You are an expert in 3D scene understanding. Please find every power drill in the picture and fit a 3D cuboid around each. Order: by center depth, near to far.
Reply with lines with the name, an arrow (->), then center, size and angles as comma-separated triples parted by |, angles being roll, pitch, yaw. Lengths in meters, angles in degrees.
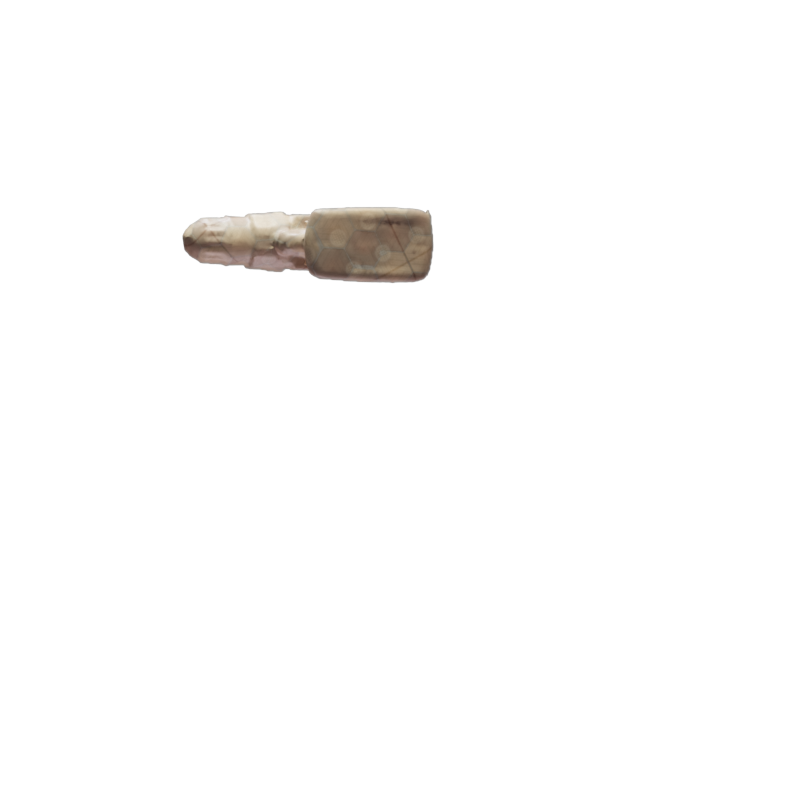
power drill -> -0.071, -0.129, 0.903 | 0.180, 0.057, 0.195 | -4, 10, -21
